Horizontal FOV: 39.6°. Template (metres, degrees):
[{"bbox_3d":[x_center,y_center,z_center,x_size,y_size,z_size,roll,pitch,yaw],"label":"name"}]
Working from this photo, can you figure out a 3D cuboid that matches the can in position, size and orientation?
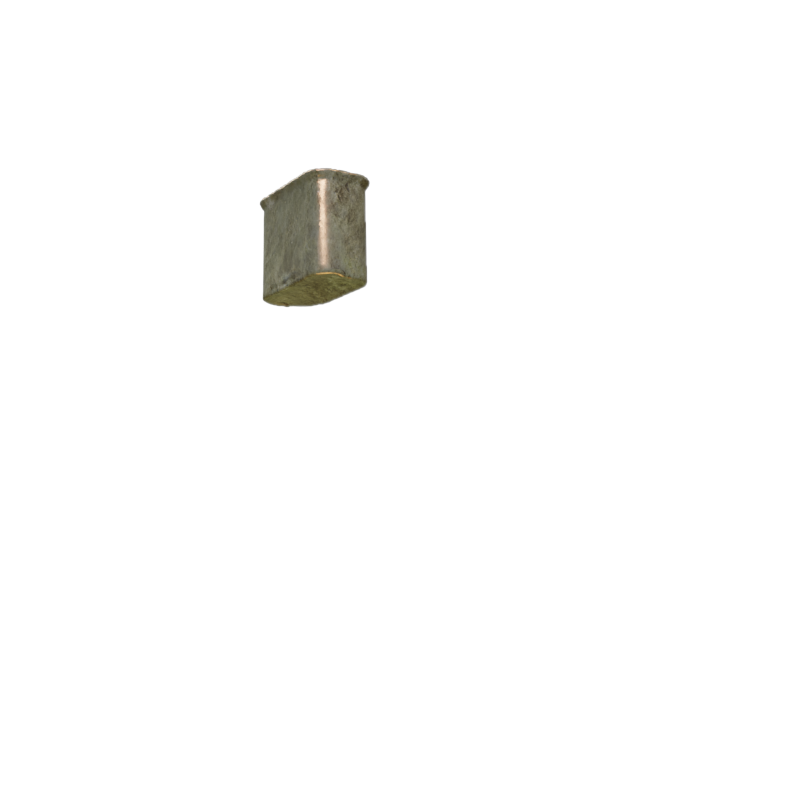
[{"bbox_3d":[-0.068,-0.124,0.866,0.055,0.087,0.103,10,-17,-33],"label":"can"}]
